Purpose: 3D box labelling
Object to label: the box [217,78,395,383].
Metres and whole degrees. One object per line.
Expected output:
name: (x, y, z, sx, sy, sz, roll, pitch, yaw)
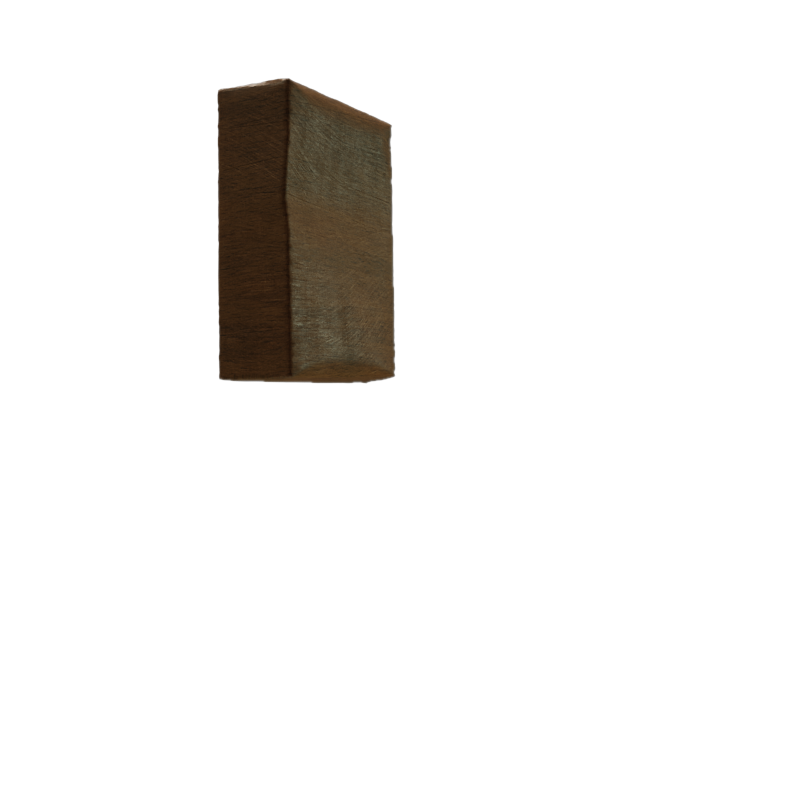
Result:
box: (-0.066, -0.121, 0.848, 0.074, 0.218, 0.157, -4, -6, 28)
